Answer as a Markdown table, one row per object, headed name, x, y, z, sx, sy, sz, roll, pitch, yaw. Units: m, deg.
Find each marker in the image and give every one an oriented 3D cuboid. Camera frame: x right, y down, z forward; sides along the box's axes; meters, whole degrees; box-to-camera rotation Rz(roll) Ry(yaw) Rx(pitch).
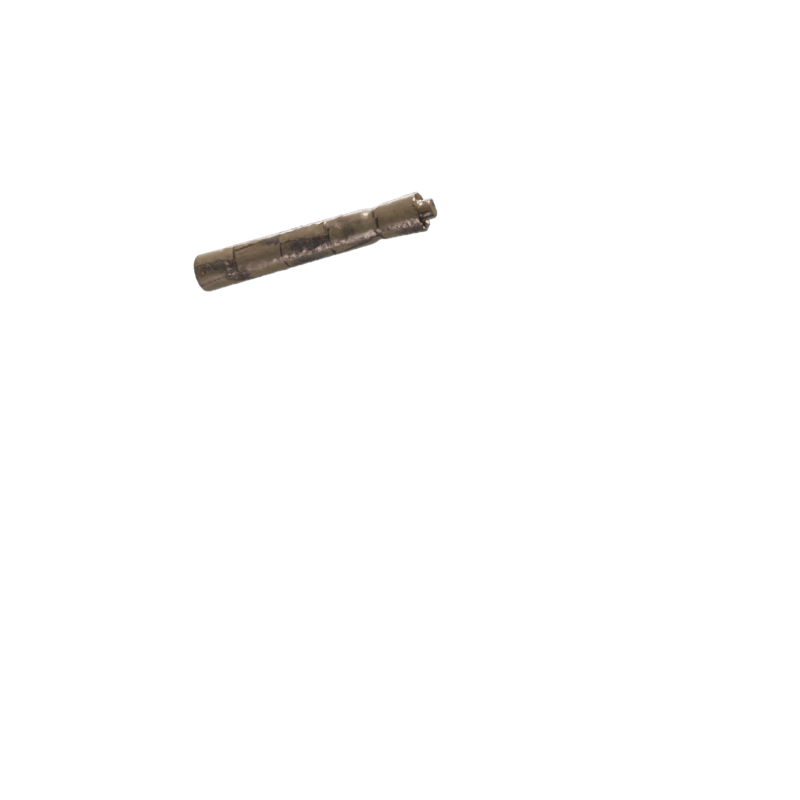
| name | x | y | z | sx | sy | sz | roll | pitch | yaw |
| --- | --- | --- | --- | --- | --- | --- | --- | --- | --- |
| marker | -0.041 | -0.074 | 0.521 | 0.122 | 0.020 | 0.019 | -13 | -1 | 21 |
